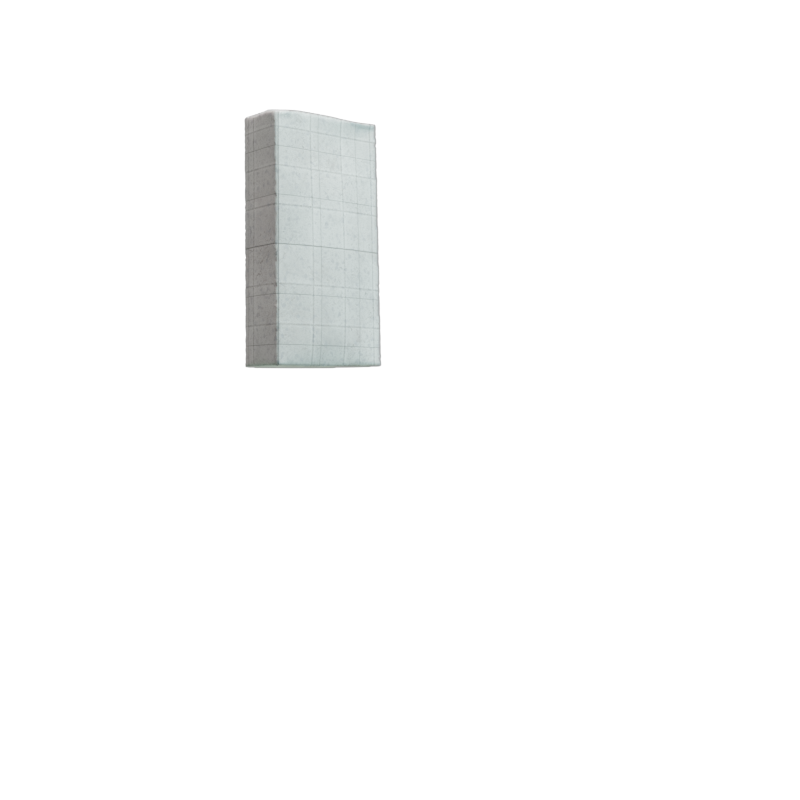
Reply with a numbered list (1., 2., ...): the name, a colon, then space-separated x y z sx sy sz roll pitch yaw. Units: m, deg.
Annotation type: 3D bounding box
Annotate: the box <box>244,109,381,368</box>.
1. box: -0.061 -0.111 0.779 0.089 0.179 0.049 3 -6 -38
